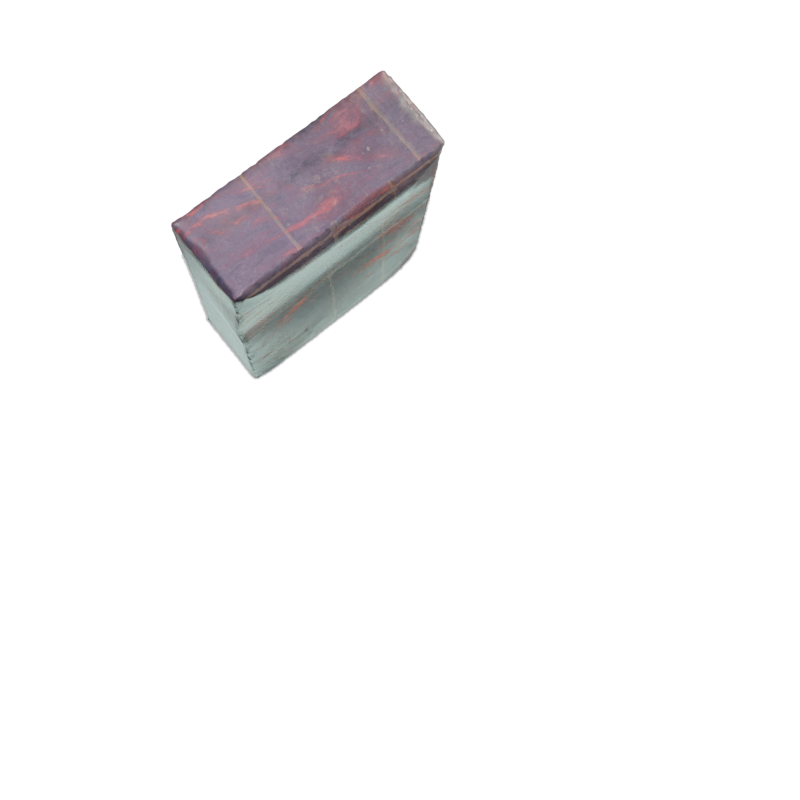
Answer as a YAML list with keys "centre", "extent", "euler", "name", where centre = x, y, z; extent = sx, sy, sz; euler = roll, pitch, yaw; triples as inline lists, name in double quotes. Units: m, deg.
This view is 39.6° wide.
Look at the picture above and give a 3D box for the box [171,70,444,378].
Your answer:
- centre: [-0.059, -0.107, 0.753]
  extent: [0.165, 0.074, 0.207]
  euler: [-39, -6, -11]
  name: "box"
